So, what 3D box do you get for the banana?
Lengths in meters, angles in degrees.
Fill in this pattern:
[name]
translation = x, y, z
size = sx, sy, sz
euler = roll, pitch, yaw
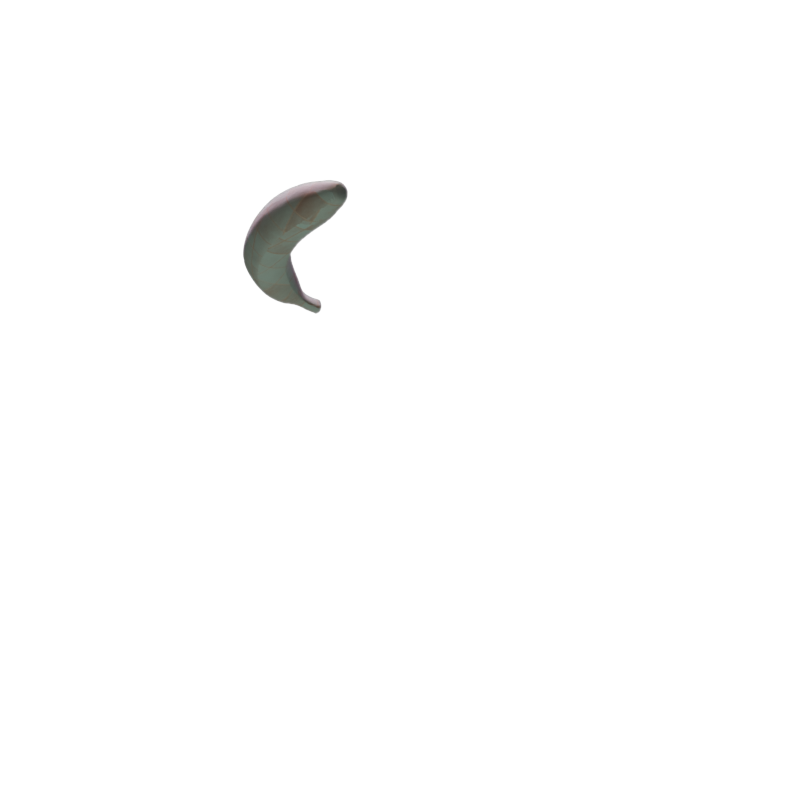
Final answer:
[banana]
translation = -0.086, -0.121, 0.857
size = 0.069, 0.039, 0.190
euler = 3, -20, -9
